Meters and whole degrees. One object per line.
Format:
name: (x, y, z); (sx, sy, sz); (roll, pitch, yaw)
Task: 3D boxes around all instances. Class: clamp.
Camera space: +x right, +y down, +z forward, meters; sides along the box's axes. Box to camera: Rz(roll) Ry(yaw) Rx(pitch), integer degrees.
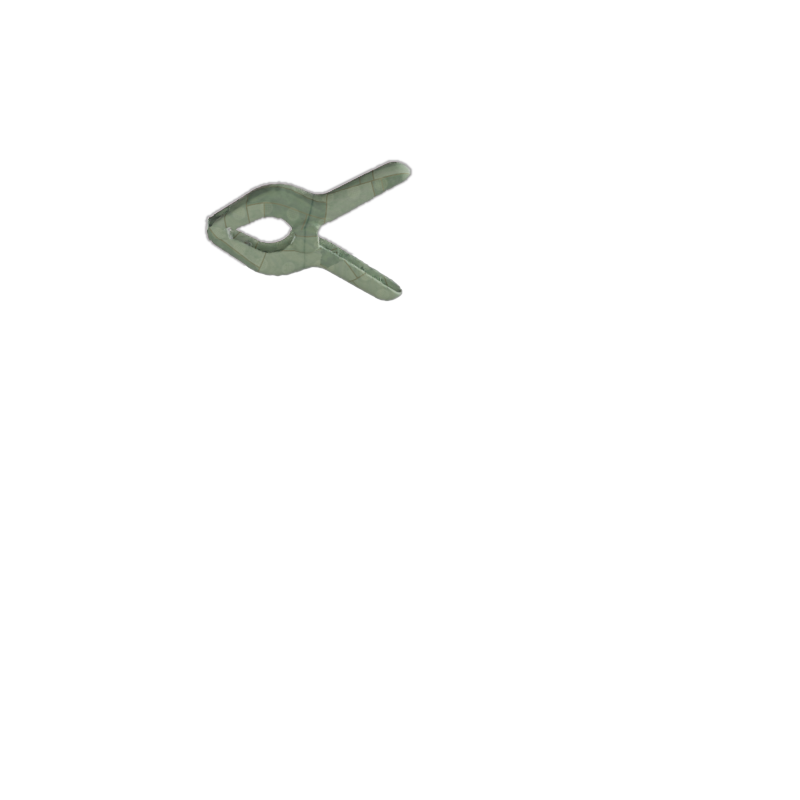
clamp: (-0.072, -0.131, 0.916); (0.172, 0.115, 0.041); (-6, 17, 1)
